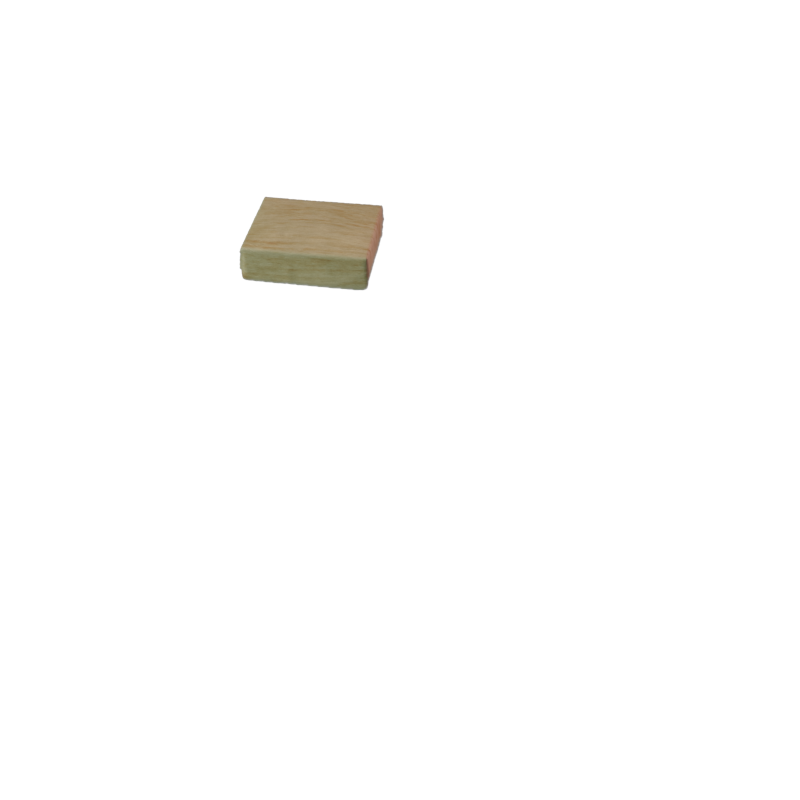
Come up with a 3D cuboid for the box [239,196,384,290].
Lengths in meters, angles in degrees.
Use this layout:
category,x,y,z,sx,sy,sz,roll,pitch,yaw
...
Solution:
category,x,y,z,sx,sy,sz,roll,pitch,yaw
box,-0.076,-0.139,0.976,0.115,0.036,0.095,6,39,8
